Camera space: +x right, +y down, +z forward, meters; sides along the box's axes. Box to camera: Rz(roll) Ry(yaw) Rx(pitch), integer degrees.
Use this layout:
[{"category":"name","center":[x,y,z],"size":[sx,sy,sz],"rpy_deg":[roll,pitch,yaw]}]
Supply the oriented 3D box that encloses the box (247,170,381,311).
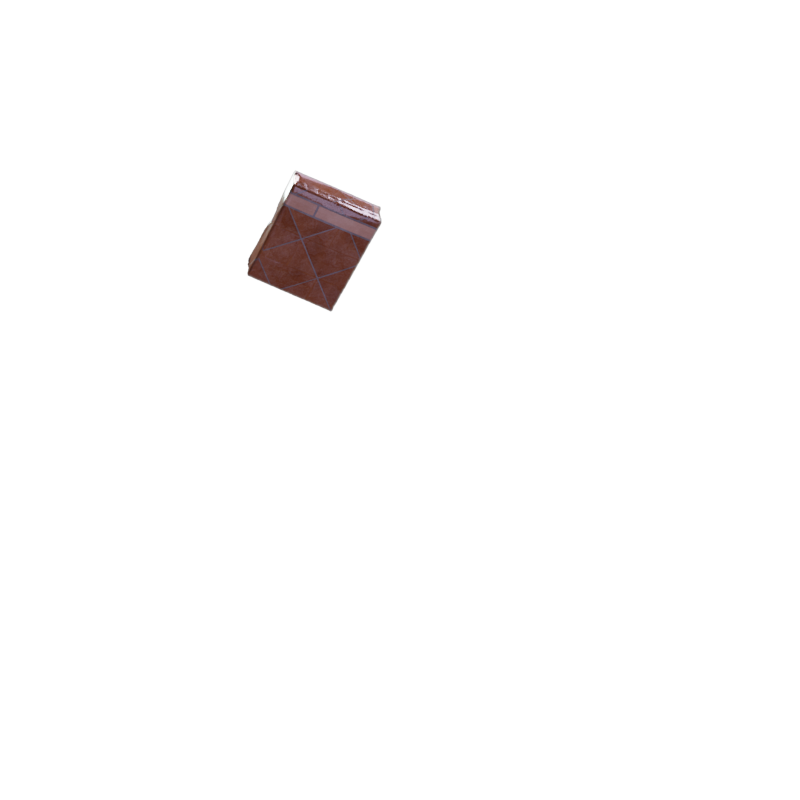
[{"category":"box","center":[-0.066,-0.120,0.844],"size":[0.071,0.086,0.032],"rpy_deg":[23,28,-14]}]
